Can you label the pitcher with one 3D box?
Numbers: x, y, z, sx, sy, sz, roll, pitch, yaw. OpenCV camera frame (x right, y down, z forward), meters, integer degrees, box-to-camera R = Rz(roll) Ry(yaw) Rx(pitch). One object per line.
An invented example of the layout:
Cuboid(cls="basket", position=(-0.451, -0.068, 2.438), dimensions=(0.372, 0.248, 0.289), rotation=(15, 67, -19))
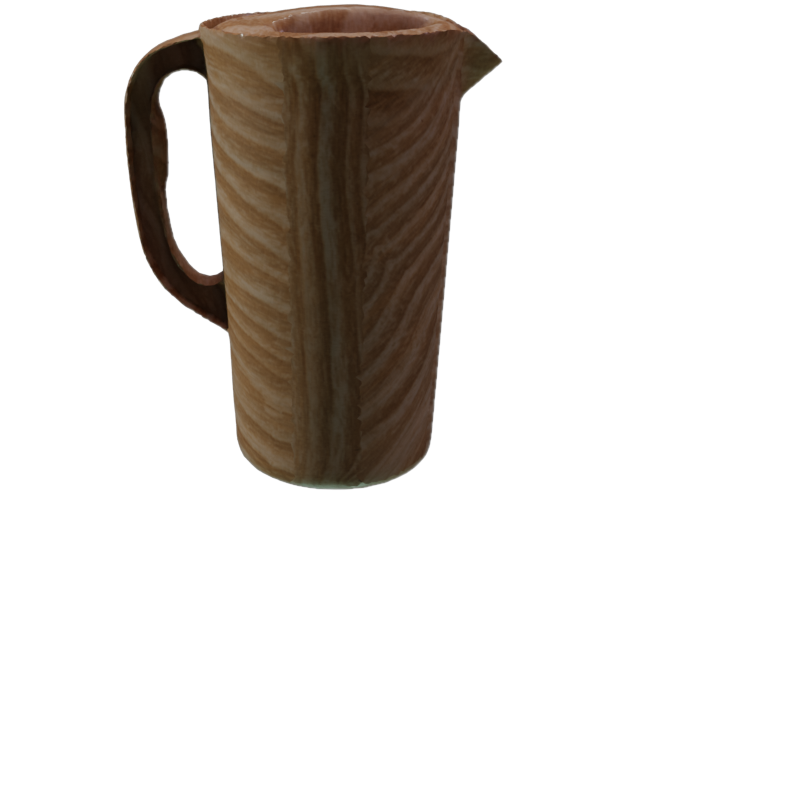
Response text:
Cuboid(cls="pitcher", position=(-0.046, -0.083, 0.582), dimensions=(0.158, 0.233, 0.143), rotation=(17, 25, 38))
